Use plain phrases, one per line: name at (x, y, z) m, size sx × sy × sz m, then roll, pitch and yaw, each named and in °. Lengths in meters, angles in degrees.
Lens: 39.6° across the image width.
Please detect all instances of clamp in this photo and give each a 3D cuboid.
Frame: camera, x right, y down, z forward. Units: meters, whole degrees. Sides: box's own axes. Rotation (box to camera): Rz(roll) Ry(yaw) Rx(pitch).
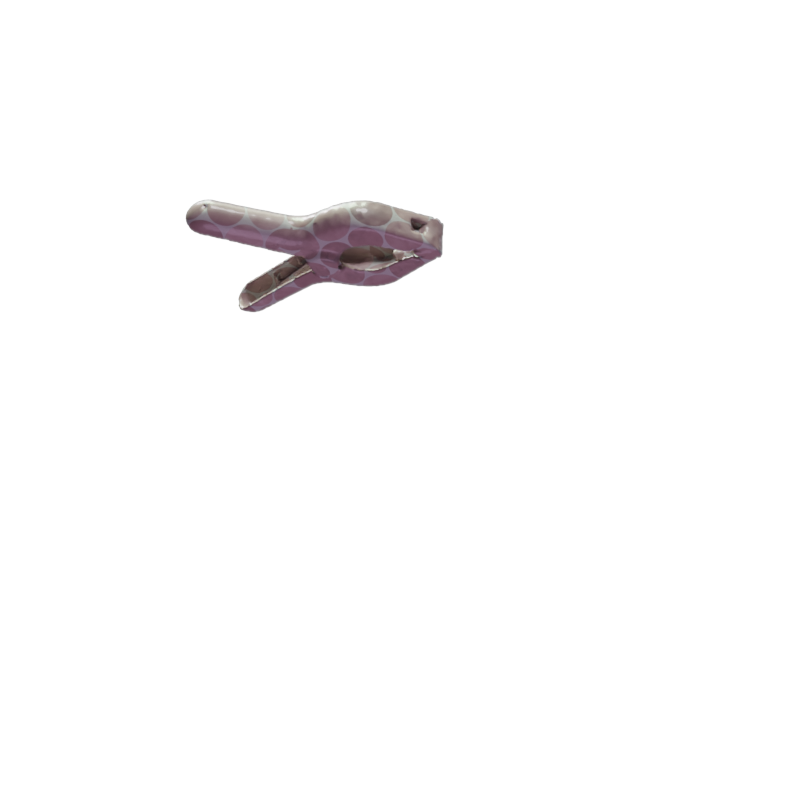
clamp at (-0.060, -0.109, 0.763) m, size 0.174 × 0.042 × 0.111 m, roll -10°, pitch -27°, yaw 21°
